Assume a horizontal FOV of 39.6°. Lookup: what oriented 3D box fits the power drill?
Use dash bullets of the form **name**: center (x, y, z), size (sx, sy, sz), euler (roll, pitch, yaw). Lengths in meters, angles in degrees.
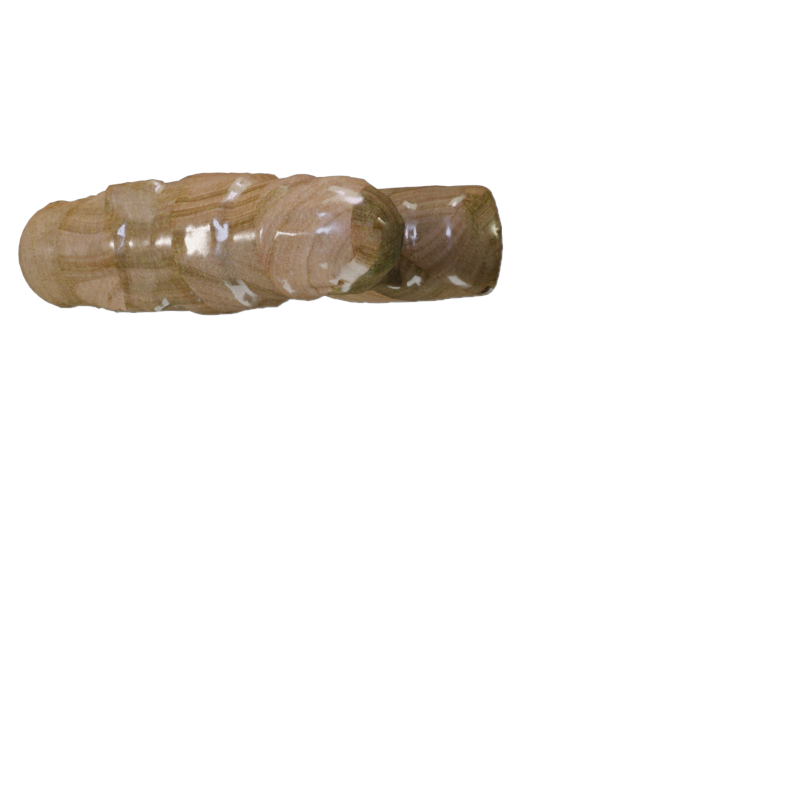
- **power drill**: center (-0.036, -0.066, 0.465), size (0.192, 0.057, 0.181), euler (5, 8, 38)
